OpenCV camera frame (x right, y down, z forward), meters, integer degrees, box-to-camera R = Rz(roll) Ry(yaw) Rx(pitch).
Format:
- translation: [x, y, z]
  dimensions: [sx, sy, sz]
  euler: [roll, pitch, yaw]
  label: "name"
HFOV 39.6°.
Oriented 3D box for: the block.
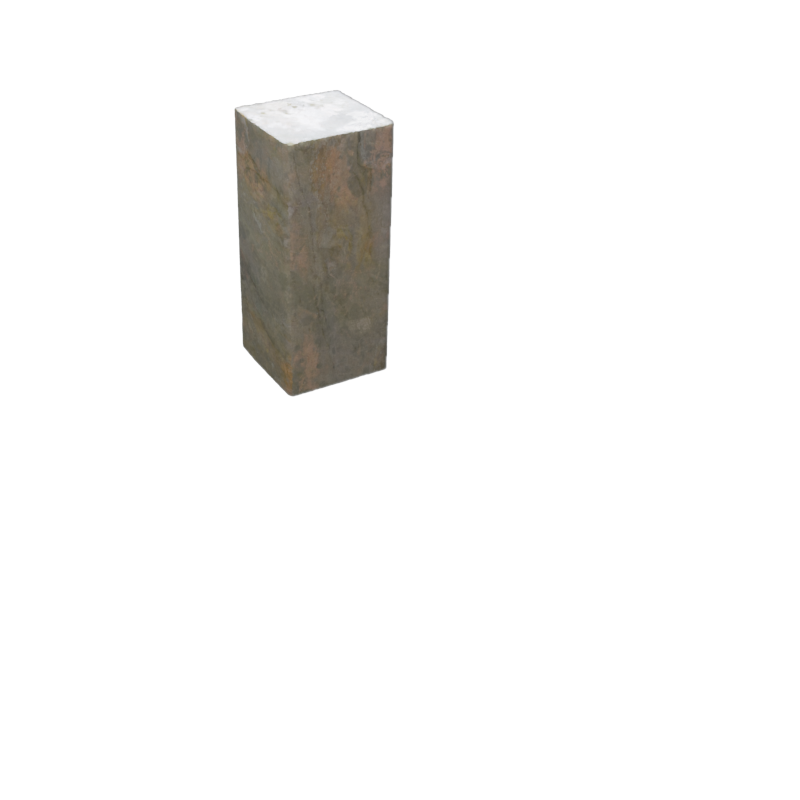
- translation: [-0.066, -0.121, 0.848]
  dimensions: [0.089, 0.195, 0.097]
  euler: [-14, 32, -27]
  label: "block"
